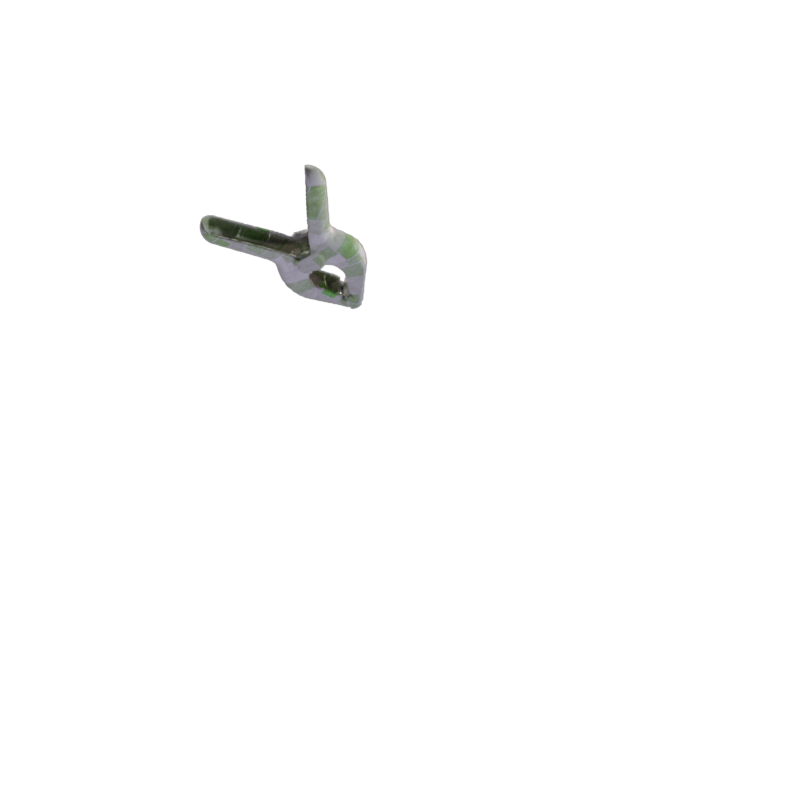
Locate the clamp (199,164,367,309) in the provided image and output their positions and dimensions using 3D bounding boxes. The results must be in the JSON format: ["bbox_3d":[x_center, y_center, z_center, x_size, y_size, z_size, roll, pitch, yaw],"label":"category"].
[{"bbox_3d":[-0.075,-0.137,0.961,0.120,0.042,0.160,-24,-38,34],"label":"clamp"}]
